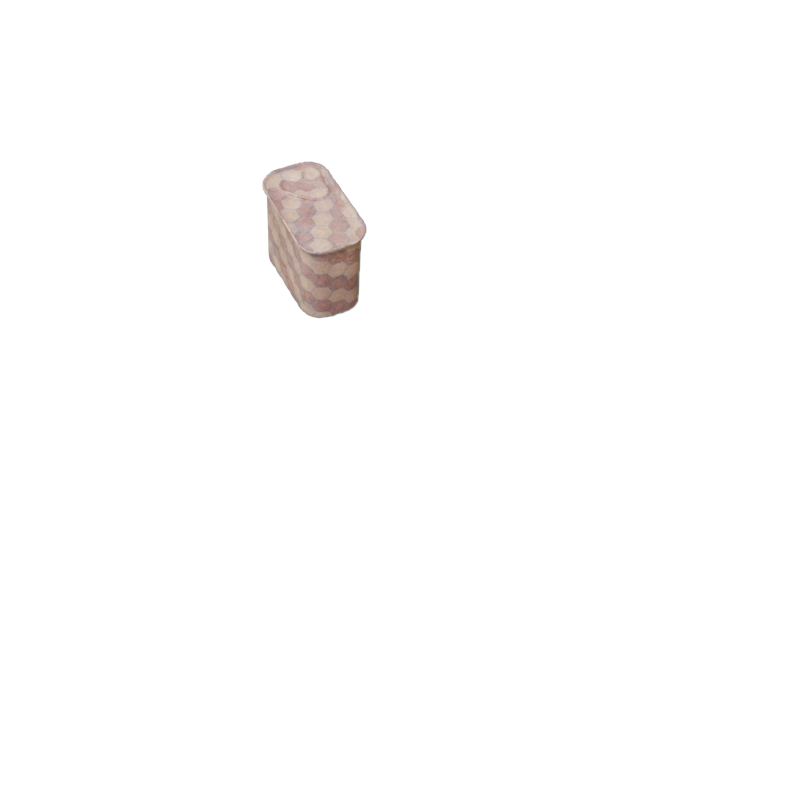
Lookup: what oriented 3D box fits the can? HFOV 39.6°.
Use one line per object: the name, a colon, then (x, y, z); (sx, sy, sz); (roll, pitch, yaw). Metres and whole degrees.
can: (-0.071, -0.129, 0.901); (0.057, 0.110, 0.078); (-19, -37, -18)
